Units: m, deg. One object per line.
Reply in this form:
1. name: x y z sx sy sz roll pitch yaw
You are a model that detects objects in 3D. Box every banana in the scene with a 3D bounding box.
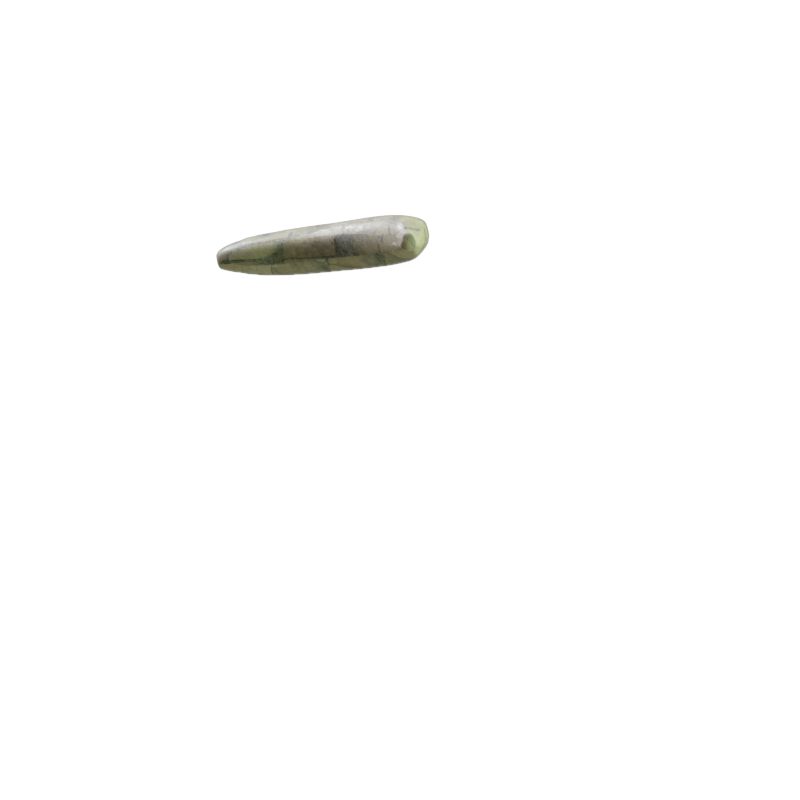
1. banana: -0.049 -0.116 0.825 0.204 0.037 0.066 -1 -3 41
